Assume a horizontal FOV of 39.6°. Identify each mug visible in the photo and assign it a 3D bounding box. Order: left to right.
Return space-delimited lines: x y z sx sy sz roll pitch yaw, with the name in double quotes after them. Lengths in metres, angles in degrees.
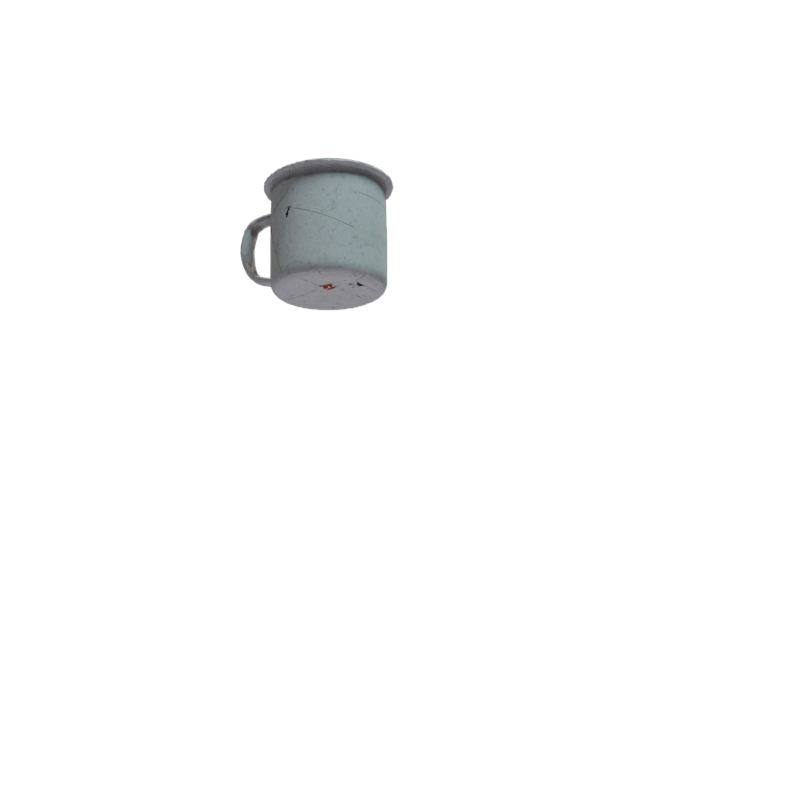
-0.061 -0.112 0.784 0.119 0.085 0.087 -8 -20 22 "mug"
